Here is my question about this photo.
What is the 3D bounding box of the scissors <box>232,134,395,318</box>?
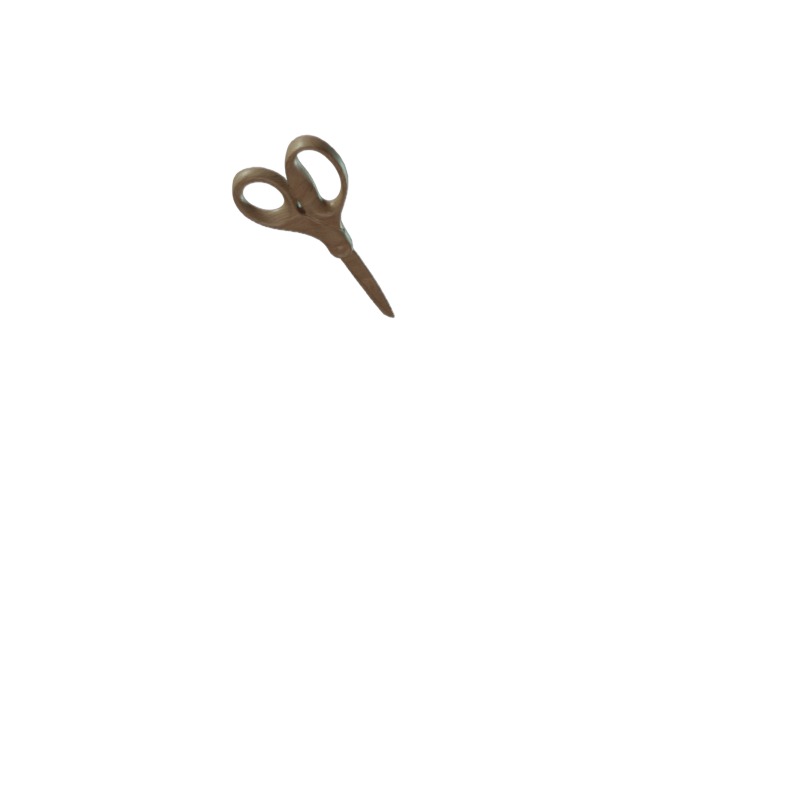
[{"bbox_3d":[-0.067,-0.123,0.861,0.097,0.017,0.186,-7,-42,8],"label":"scissors"}]
